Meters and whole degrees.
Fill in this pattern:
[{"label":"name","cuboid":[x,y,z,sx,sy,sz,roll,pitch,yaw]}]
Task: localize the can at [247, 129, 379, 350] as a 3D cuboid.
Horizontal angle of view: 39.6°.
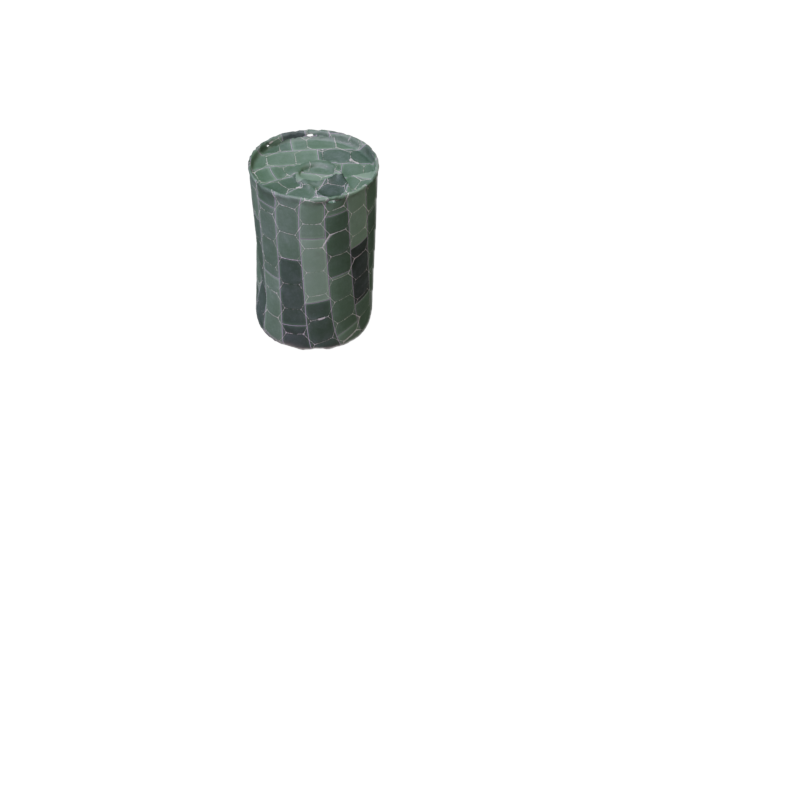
[{"label":"can","cuboid":[-0.047,-0.086,0.602,0.068,0.095,0.073,0,39,-3]}]
